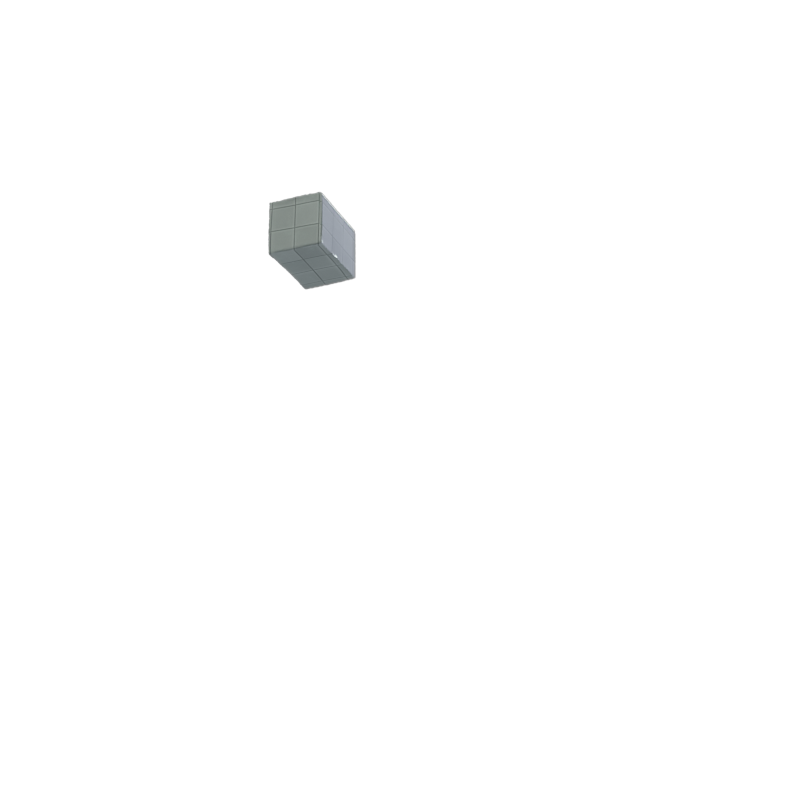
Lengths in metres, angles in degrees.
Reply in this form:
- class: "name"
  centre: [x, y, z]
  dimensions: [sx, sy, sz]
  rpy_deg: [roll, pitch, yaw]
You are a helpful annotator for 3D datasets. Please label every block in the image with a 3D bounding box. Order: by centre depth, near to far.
- class: "block"
  centre: [-0.077, -0.140, 0.981]
  dimensions: [0.053, 0.054, 0.072]
  rpy_deg: [-10, -26, 19]
